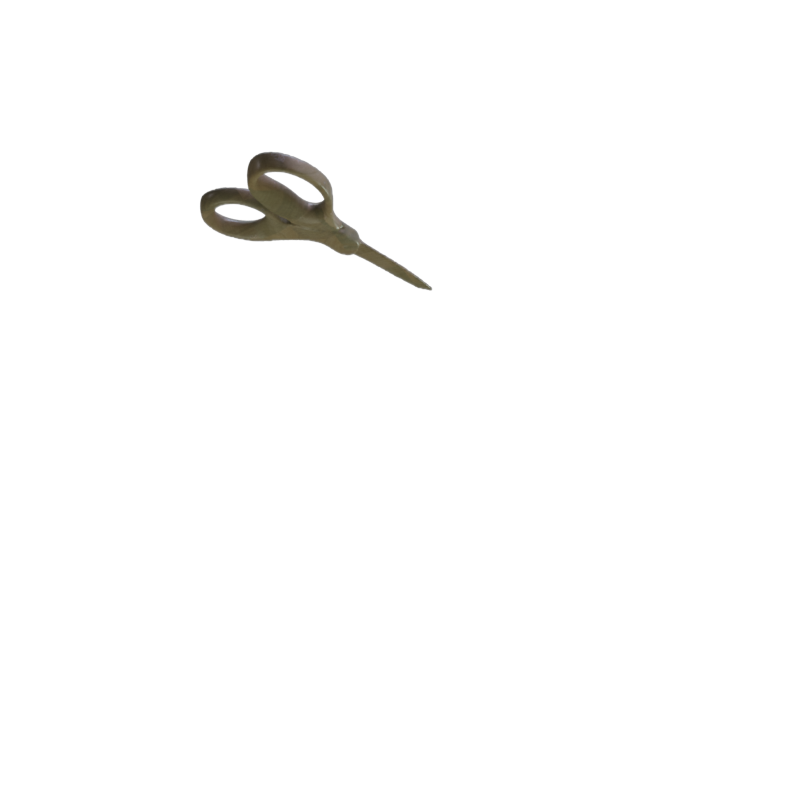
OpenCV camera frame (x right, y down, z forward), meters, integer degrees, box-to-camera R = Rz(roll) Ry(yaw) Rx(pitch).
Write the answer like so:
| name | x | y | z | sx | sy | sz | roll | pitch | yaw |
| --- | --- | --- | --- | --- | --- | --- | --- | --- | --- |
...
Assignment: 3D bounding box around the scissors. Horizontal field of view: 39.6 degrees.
| name | x | y | z | sx | sy | sz | roll | pitch | yaw |
| --- | --- | --- | --- | --- | --- | --- | --- | --- | --- |
| scissors | -0.059 | -0.107 | 0.748 | 0.098 | 0.017 | 0.187 | -10 | -26 | 22 |
